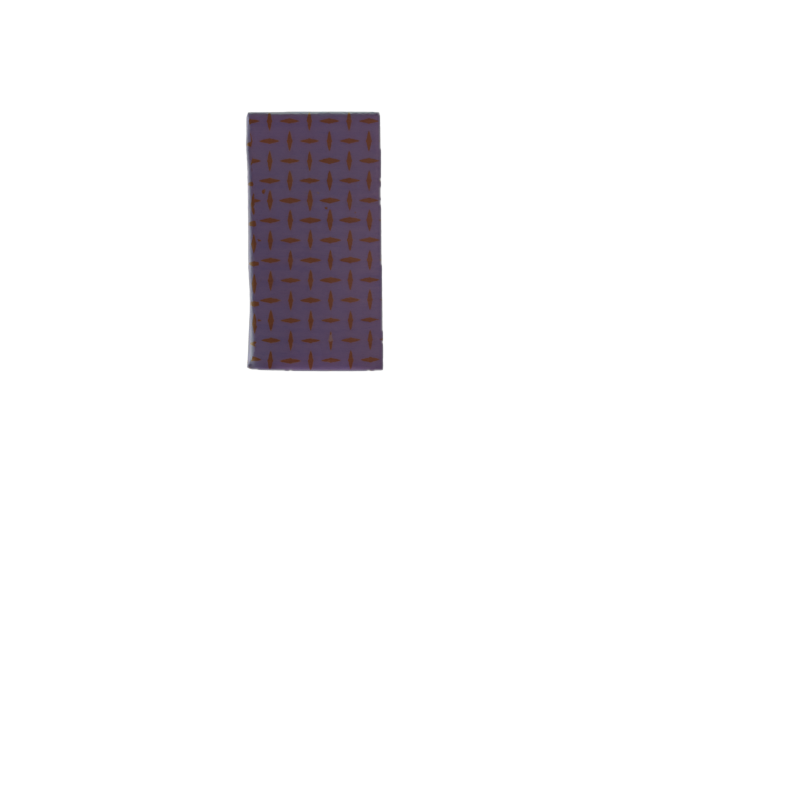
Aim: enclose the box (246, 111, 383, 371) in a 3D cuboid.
[{"bbox_3d":[-0.060,-0.109,0.765,0.093,0.177,0.048,0,-2,-4],"label":"box"}]
